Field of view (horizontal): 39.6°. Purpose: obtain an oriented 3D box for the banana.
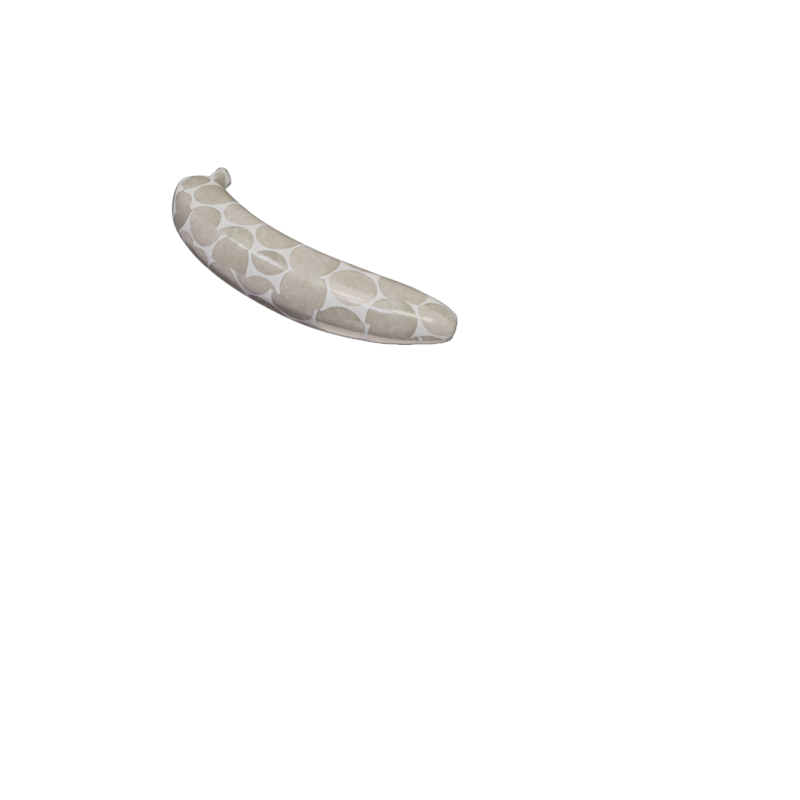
[{"bbox_3d":[-0.061,-0.076,0.569,0.069,0.034,0.212,-28,48,-30],"label":"banana"}]
